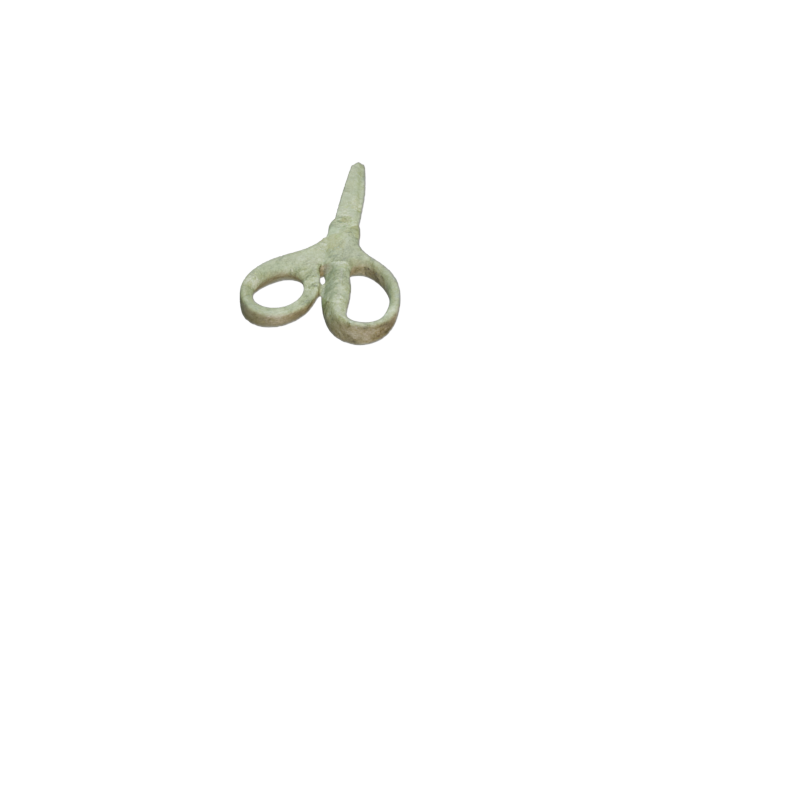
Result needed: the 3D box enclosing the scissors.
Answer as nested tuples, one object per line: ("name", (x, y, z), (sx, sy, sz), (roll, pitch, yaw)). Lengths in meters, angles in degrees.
("scissors", (-0.051, -0.094, 0.657), (0.095, 0.015, 0.217), (-6, 36, -9))
